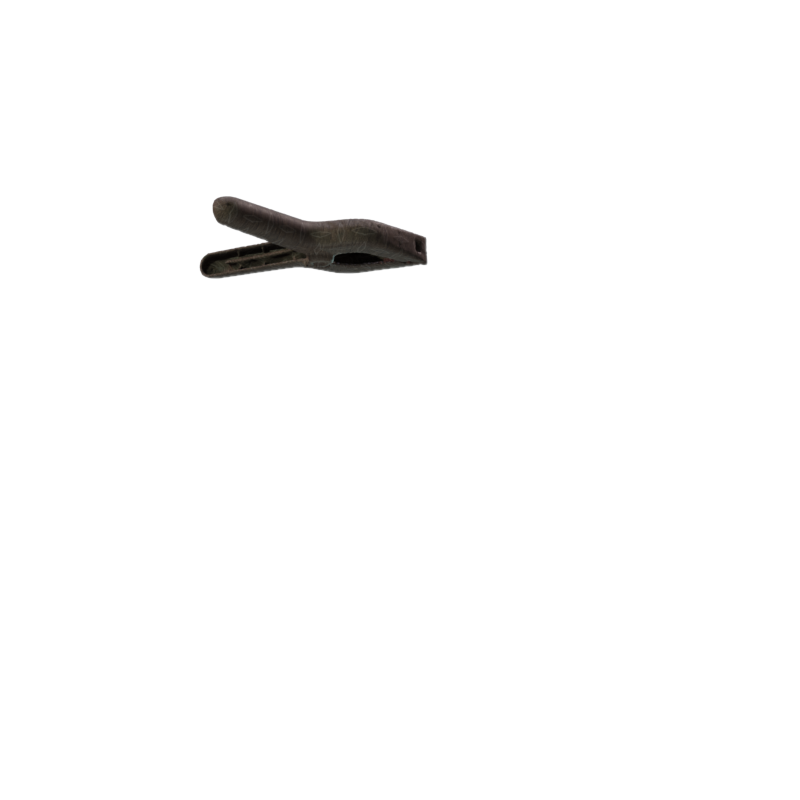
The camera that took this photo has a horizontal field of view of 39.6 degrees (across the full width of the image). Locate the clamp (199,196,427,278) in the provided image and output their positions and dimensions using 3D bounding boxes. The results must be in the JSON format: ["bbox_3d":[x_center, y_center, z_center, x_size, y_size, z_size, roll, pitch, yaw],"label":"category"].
[{"bbox_3d":[-0.078,-0.142,0.991,0.209,0.038,0.159,1,-12,-4],"label":"clamp"}]
